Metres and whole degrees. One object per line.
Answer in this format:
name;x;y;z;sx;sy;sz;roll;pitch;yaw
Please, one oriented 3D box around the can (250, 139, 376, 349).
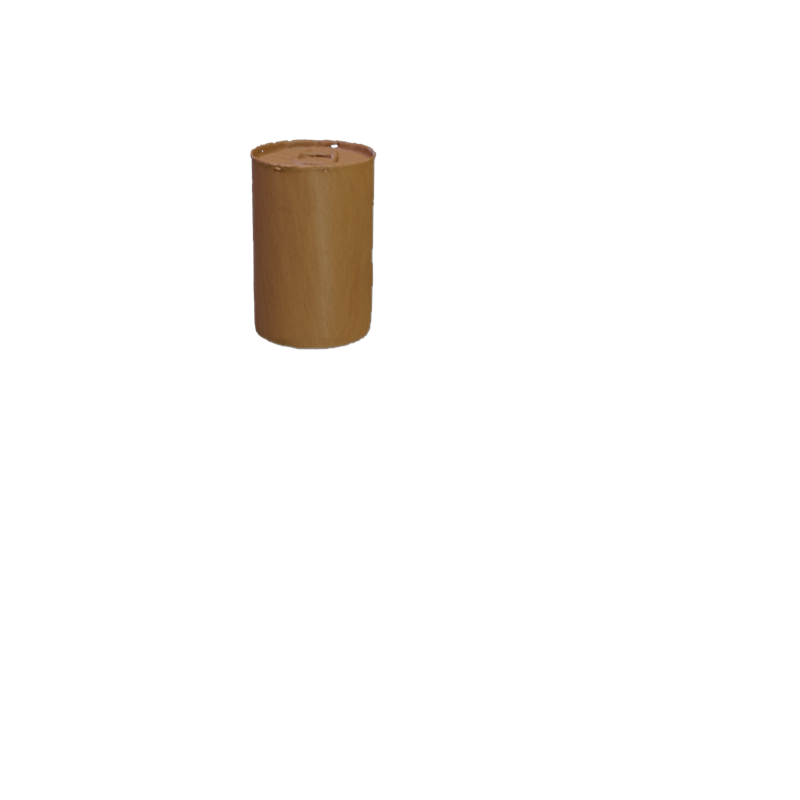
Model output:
can;-0.048;-0.087;0.610;0.068;0.098;0.072;0;20;-2
